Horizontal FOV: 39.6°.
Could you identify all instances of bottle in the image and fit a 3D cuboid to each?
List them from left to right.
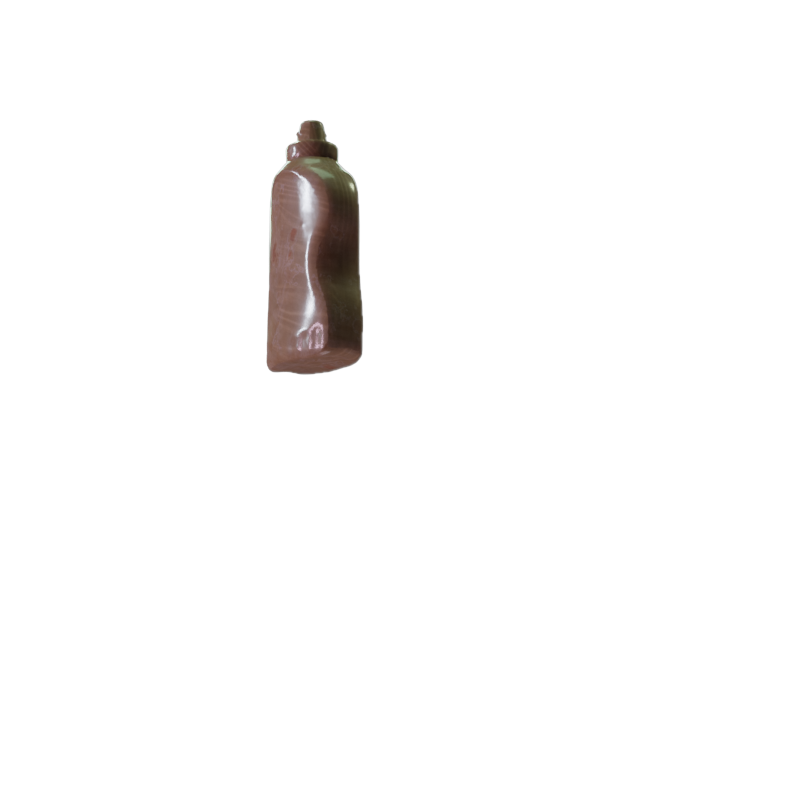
[{"bbox_3d":[-0.066,-0.120,0.841,0.056,0.199,0.096,7,-16,-29],"label":"bottle"}]
